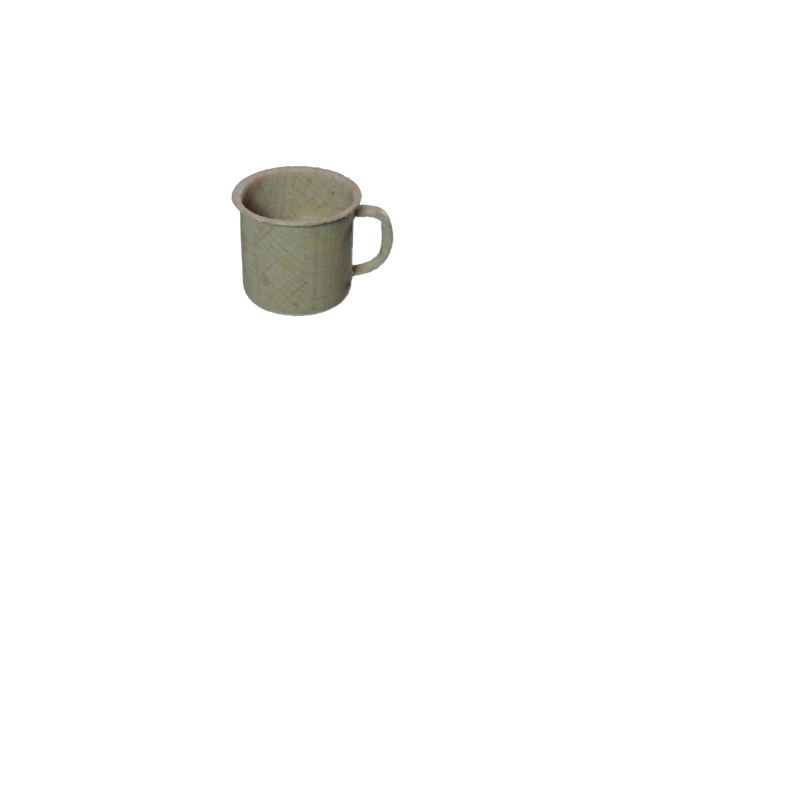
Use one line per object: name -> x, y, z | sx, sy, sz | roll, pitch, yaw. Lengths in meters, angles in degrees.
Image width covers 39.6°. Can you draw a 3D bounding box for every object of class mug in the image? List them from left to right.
mug -> -0.064, -0.116, 0.812 | 0.116, 0.076, 0.100 | -4, 34, -7
